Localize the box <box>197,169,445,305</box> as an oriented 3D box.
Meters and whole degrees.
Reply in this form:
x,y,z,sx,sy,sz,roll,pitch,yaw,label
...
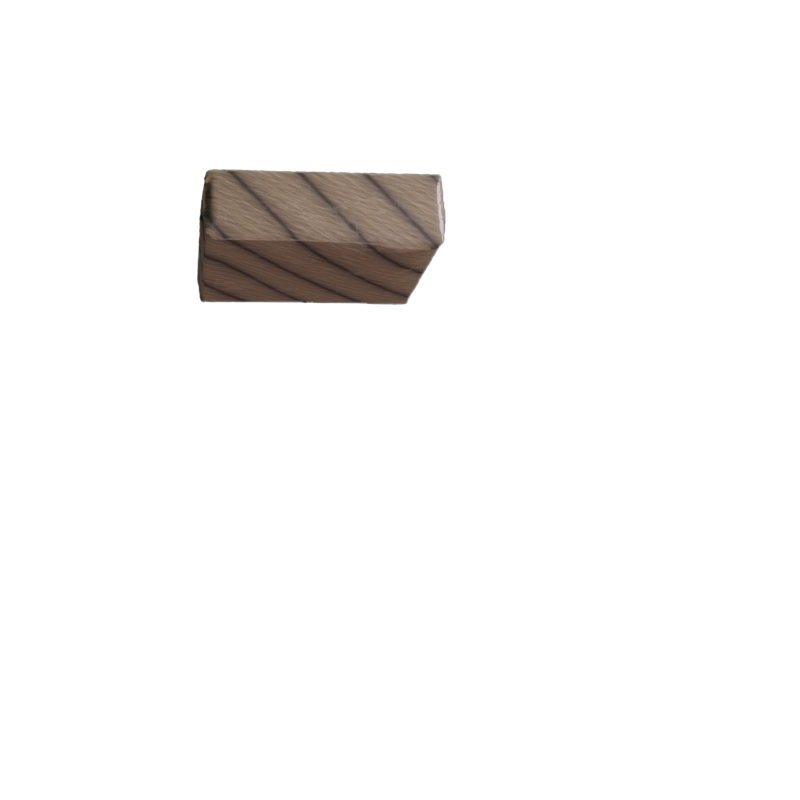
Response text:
x,y,z,sx,sy,sz,roll,pitch,yaw,label
-0.043,-0.078,0.543,0.112,0.041,0.087,2,-16,-9,box
